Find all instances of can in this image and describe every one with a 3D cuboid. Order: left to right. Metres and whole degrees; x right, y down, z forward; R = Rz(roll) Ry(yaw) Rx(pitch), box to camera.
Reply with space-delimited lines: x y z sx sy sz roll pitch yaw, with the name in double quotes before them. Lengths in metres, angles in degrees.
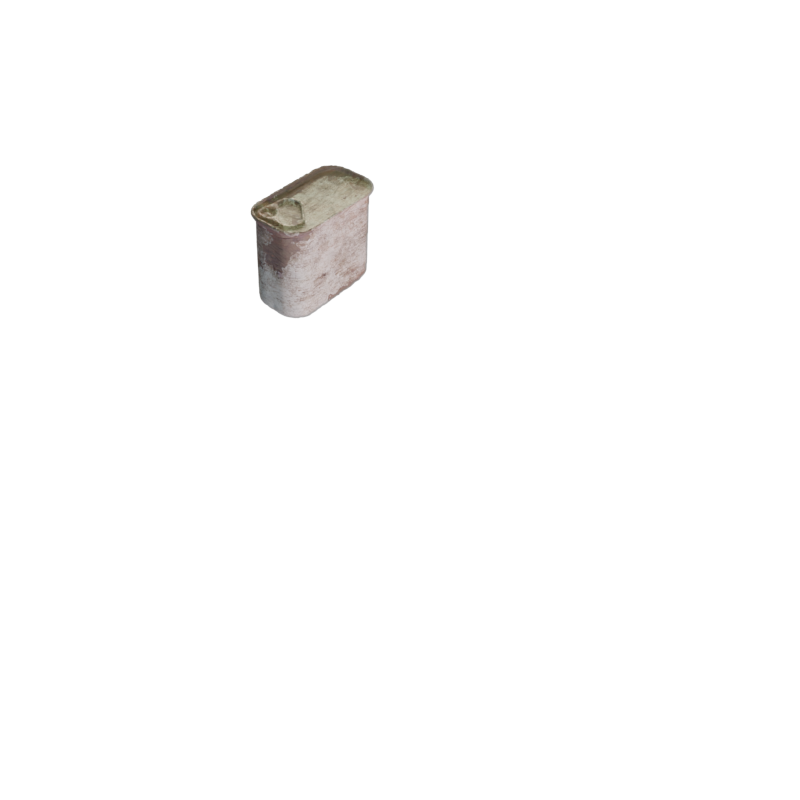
"can" -0.069 -0.125 0.879 0.061 0.078 0.103 27 45 29
